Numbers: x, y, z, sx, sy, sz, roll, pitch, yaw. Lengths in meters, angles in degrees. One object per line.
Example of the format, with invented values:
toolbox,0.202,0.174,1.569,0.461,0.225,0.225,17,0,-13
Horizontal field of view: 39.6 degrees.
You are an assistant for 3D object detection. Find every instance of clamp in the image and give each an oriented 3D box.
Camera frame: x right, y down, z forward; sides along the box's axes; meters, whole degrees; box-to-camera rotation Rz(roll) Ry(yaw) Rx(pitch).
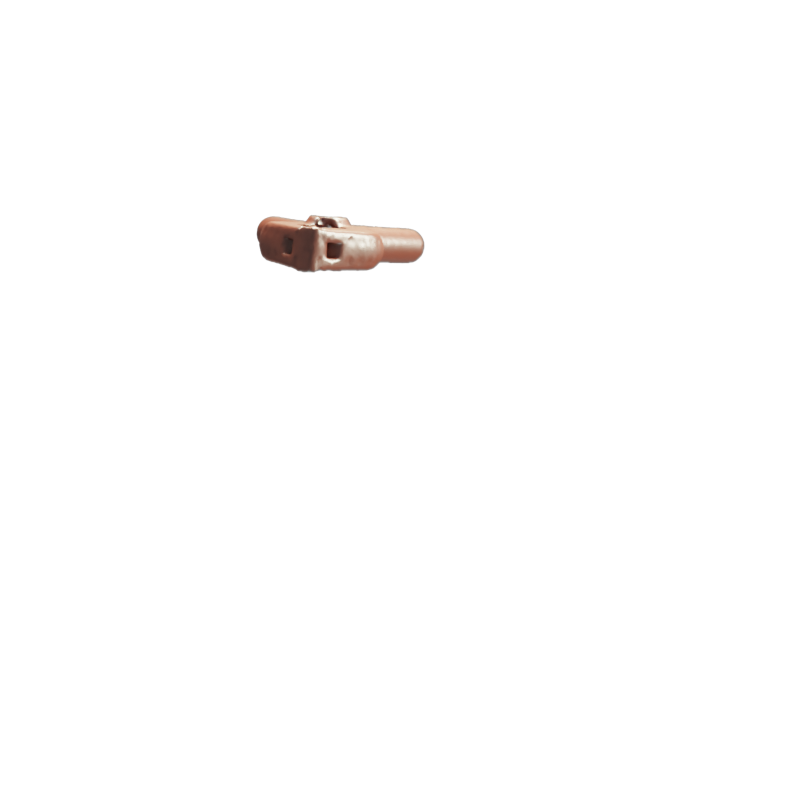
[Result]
clamp,-0.058,-0.105,0.738,0.123,0.039,0.169,2,7,14
